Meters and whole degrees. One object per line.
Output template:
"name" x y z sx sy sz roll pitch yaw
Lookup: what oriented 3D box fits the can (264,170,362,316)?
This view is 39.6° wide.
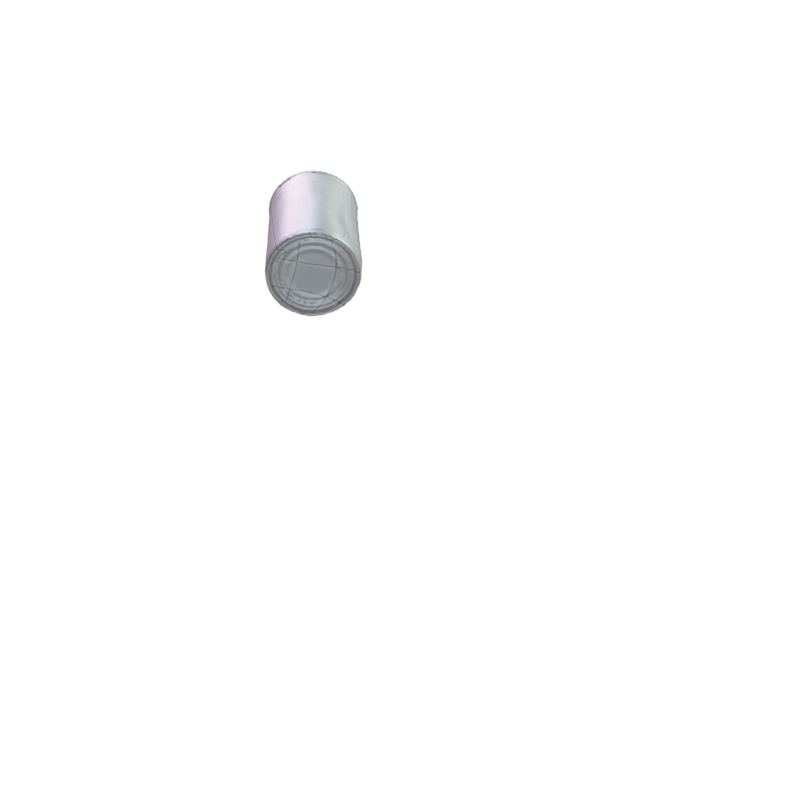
"can" -0.063 -0.114 0.800 0.068 0.064 0.109 -1 33 -3
